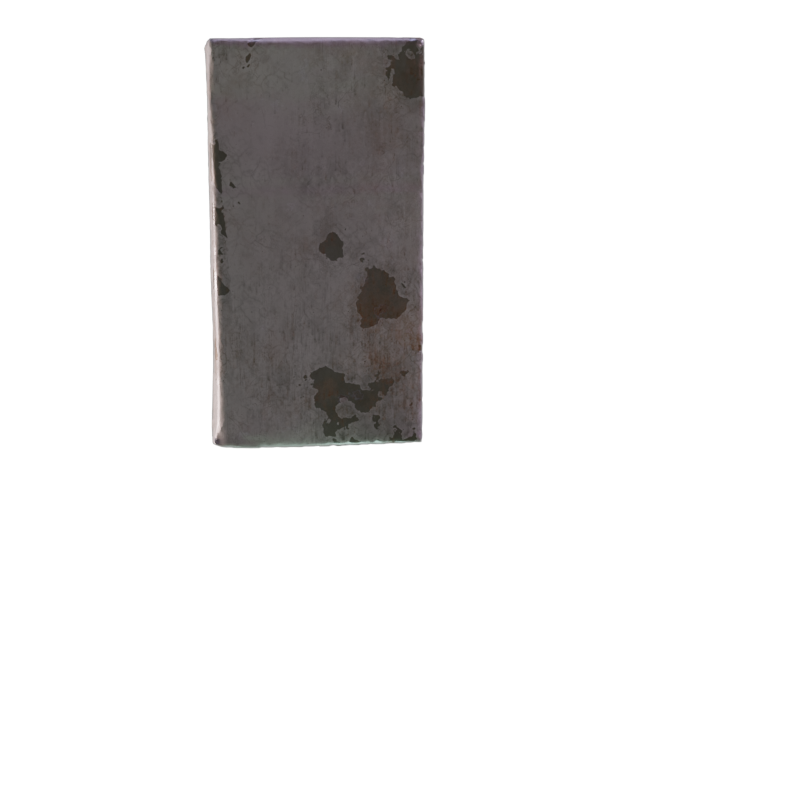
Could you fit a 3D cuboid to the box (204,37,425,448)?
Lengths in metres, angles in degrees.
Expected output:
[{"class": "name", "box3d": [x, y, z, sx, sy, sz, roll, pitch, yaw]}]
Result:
[{"class": "box", "box3d": [-0.038, -0.069, 0.486, 0.092, 0.173, 0.049, -1, 7, -9]}]
